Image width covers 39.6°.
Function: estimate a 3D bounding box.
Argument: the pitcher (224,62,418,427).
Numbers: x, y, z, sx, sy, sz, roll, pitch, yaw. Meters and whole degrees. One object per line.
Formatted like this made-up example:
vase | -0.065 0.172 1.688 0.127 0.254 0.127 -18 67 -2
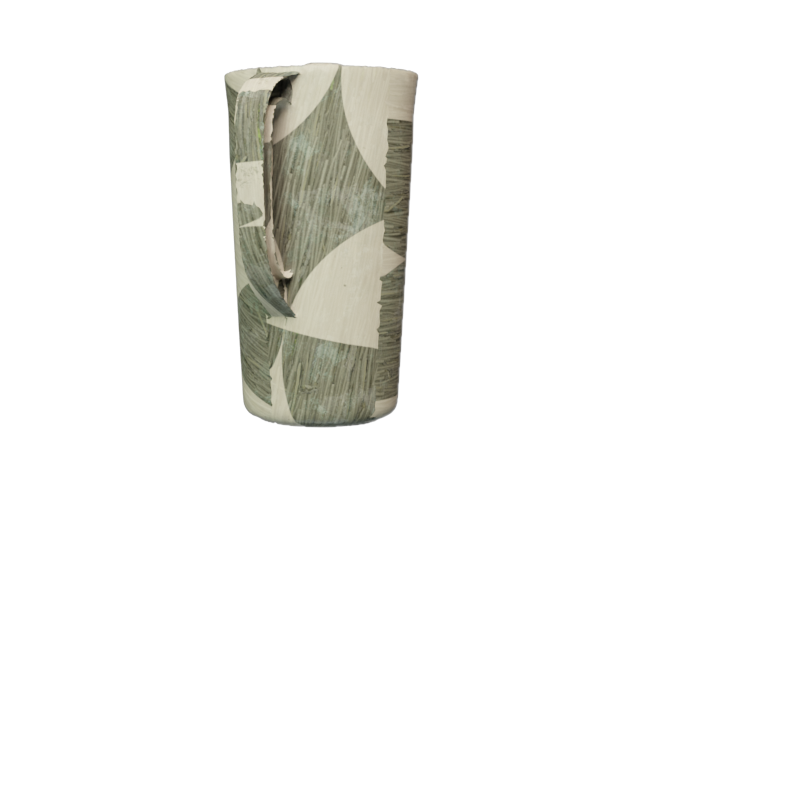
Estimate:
pitcher | -0.059 -0.108 0.759 0.145 0.241 0.150 -2 4 -24
